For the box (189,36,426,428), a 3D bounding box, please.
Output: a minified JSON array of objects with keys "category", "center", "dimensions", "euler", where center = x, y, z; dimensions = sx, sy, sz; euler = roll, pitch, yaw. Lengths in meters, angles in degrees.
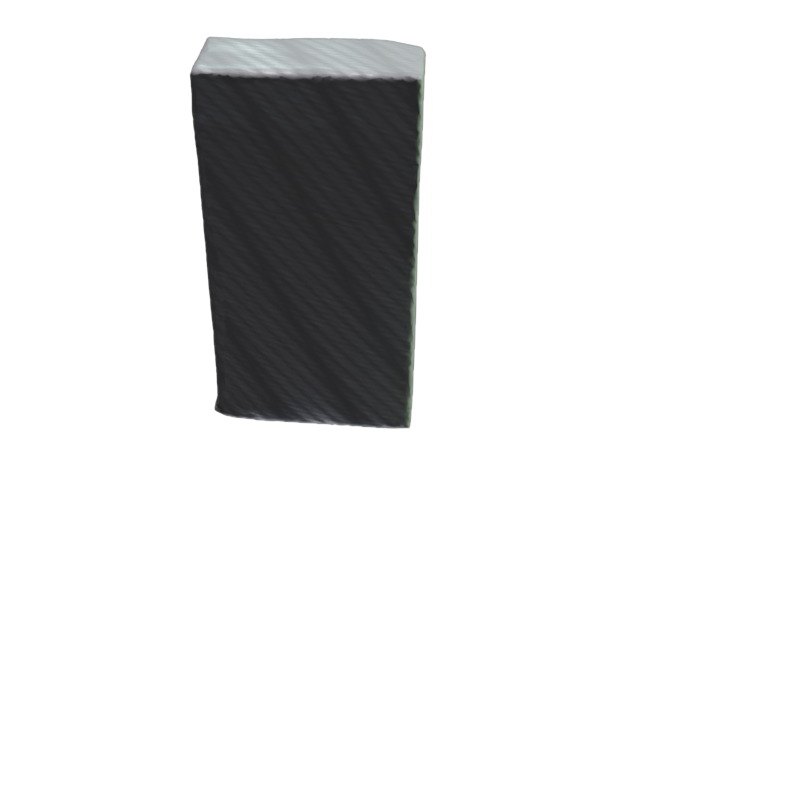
[{"category":"box","center":[-0.038,-0.069,0.485],"dimensions":[0.094,0.166,0.051],"euler":[4,32,3]}]
